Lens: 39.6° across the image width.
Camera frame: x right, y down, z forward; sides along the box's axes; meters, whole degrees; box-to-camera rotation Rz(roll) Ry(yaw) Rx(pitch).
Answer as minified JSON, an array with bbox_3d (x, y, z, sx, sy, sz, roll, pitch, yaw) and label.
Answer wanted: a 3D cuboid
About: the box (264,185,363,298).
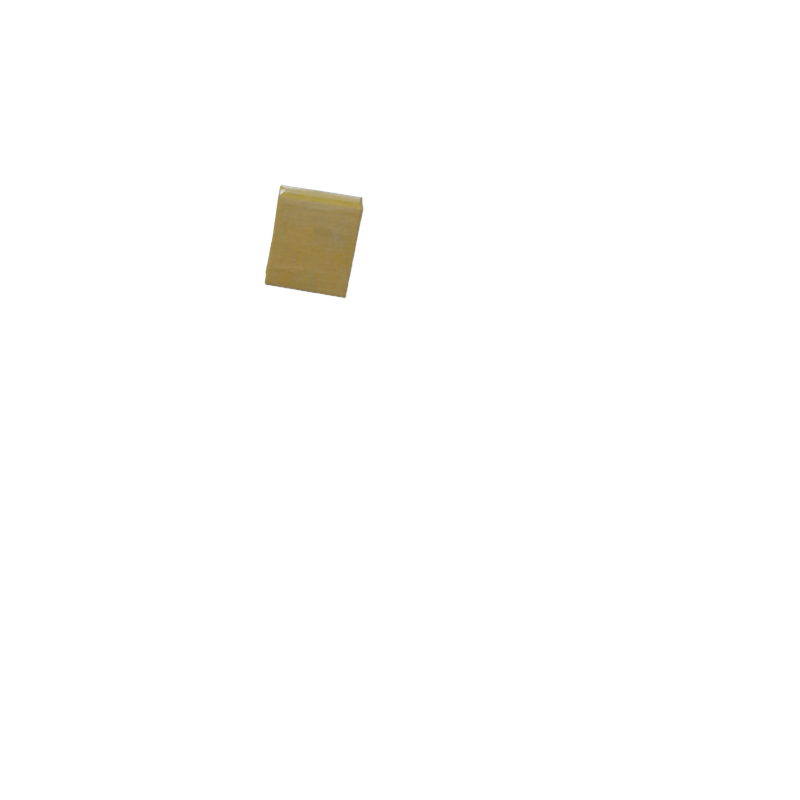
[{"bbox_3d":[-0.076,-0.138,0.964,0.072,0.085,0.032,9,25,-5],"label":"box"}]
